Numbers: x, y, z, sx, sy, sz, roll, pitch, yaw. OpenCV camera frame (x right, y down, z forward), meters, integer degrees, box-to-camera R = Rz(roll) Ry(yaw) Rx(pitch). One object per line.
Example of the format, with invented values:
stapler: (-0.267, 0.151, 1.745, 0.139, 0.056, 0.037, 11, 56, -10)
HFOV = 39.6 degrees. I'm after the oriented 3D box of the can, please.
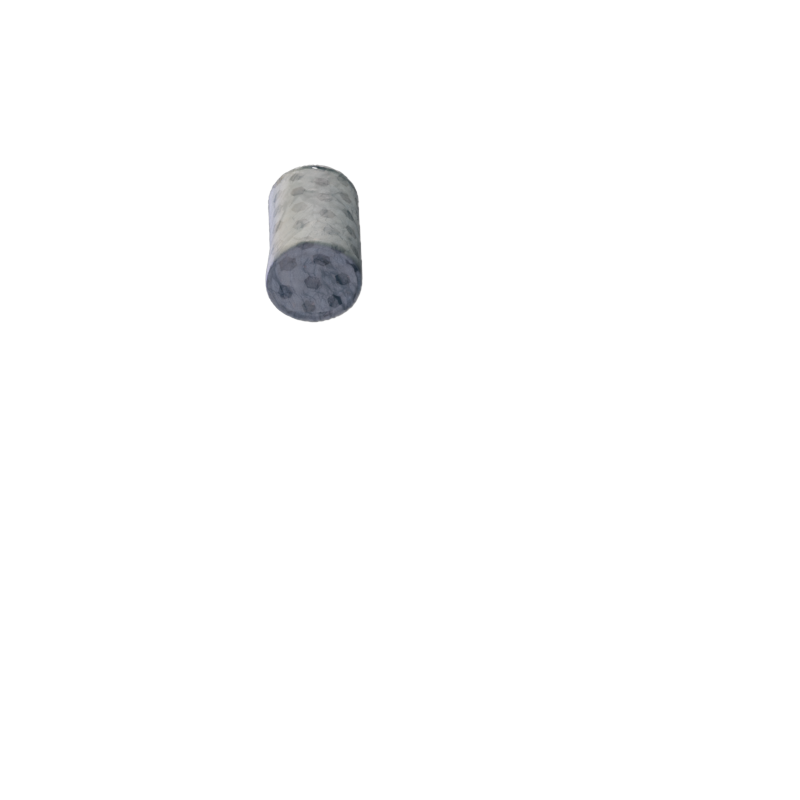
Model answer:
can: (-0.062, -0.112, 0.786, 0.068, 0.064, 0.109, -1, 39, -3)
